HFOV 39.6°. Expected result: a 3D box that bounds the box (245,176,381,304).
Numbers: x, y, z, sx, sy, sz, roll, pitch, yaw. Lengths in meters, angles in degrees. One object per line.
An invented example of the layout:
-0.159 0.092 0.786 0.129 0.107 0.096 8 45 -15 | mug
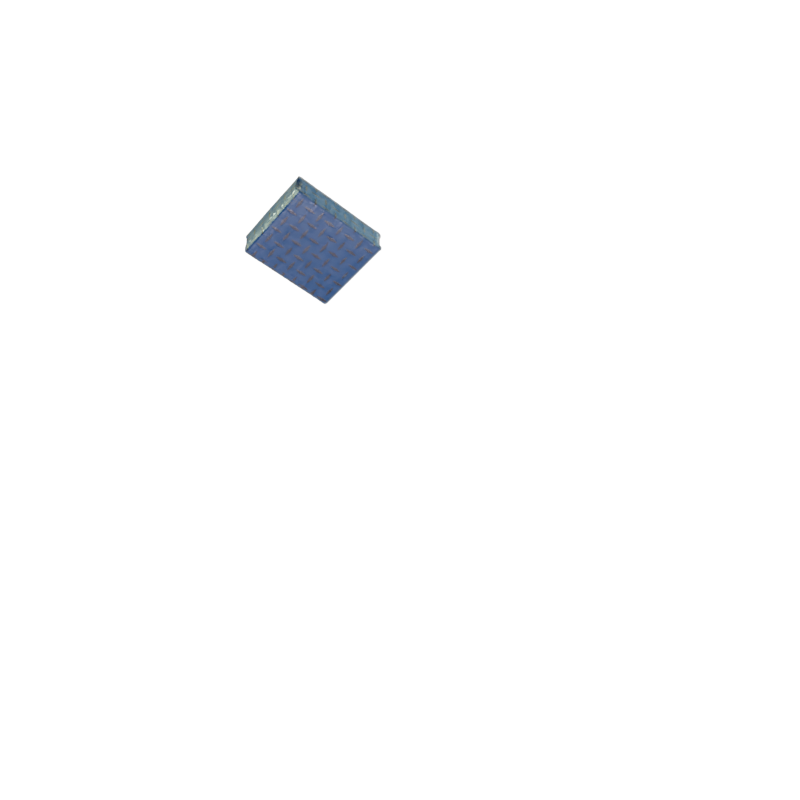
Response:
-0.072 -0.131 0.917 0.085 0.072 0.032 34 28 -21 | box
